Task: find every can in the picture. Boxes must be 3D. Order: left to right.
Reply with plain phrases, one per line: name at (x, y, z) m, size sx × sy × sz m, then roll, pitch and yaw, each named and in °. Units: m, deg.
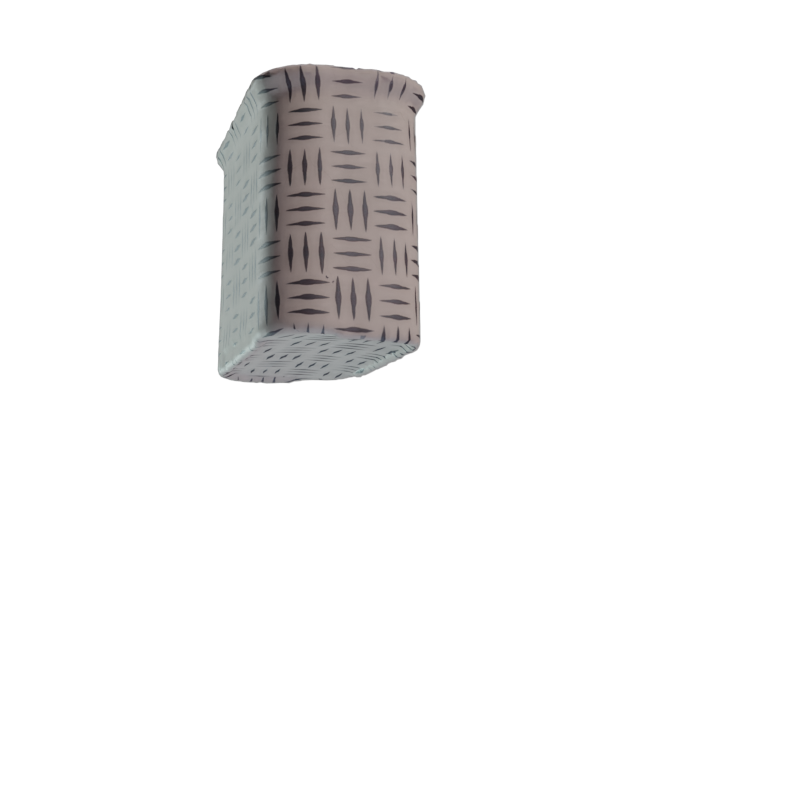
can at (-0.029, -0.053, 0.375) m, size 0.056 × 0.087 × 0.101 m, roll 3°, pitch -11°, yaw -17°
